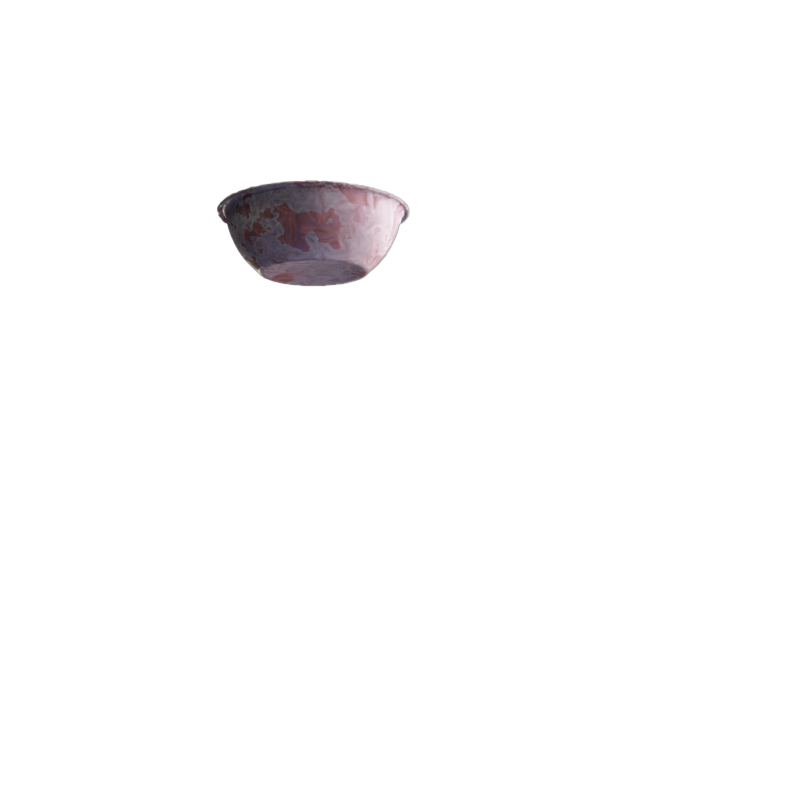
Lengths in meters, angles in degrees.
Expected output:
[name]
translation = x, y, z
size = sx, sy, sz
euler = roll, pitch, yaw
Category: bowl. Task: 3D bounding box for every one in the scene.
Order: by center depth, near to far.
[bowl]
translation = -0.072, -0.132, 0.922
size = 0.162, 0.057, 0.157
euler = 0, -9, -2
